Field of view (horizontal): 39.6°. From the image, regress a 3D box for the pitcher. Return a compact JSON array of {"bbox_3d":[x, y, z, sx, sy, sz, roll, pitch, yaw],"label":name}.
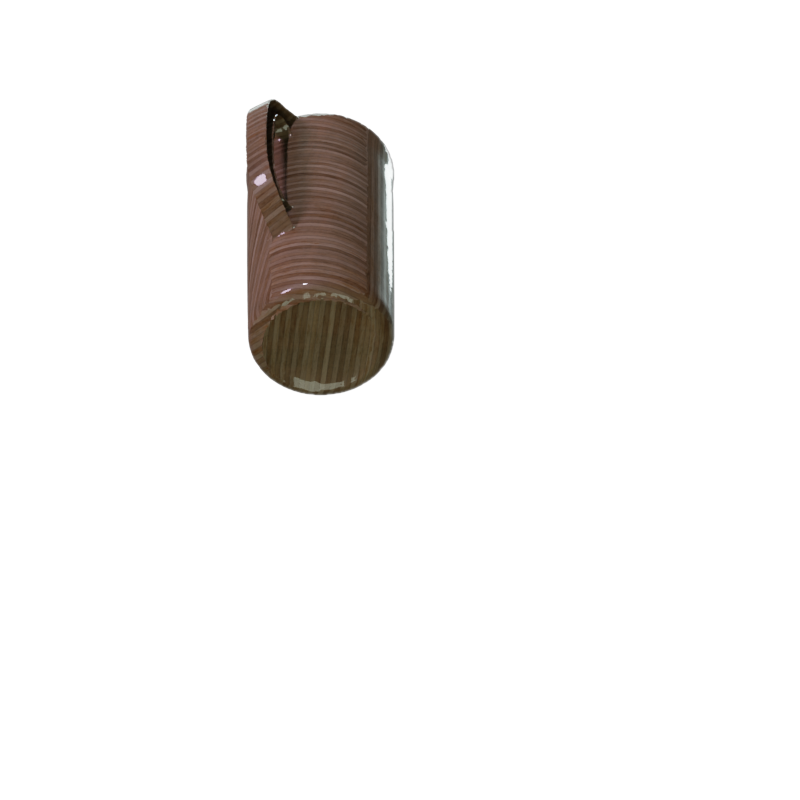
[{"bbox_3d":[-0.070,-0.128,0.899,0.146,0.138,0.260,12,37,-13],"label":"pitcher"}]
